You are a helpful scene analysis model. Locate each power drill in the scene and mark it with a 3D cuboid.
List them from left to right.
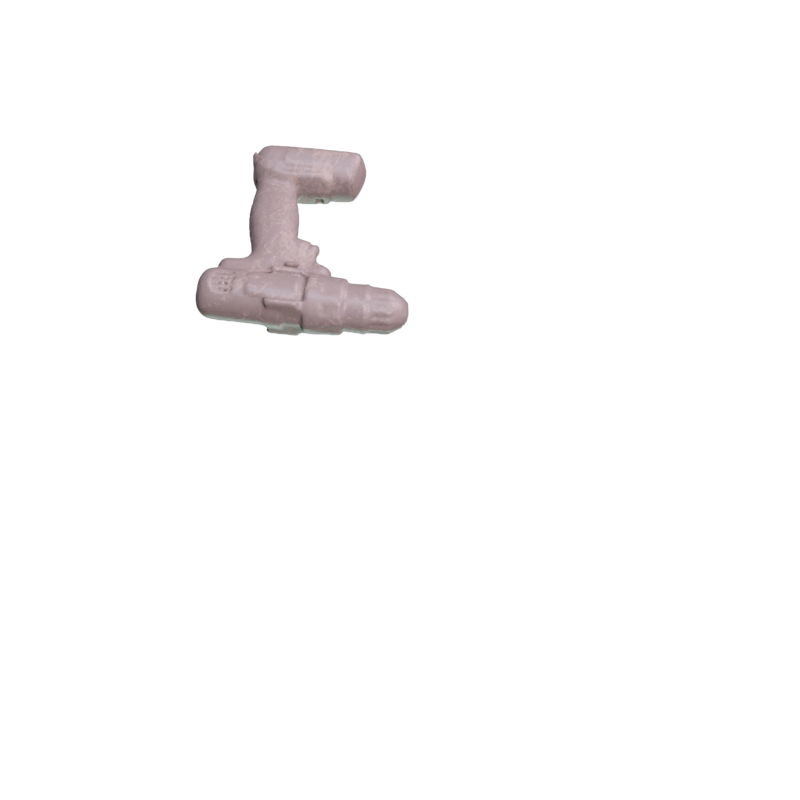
[{"bbox_3d":[-0.078,-0.142,0.998,0.186,0.199,0.053,6,-37,4],"label":"power drill"}]
